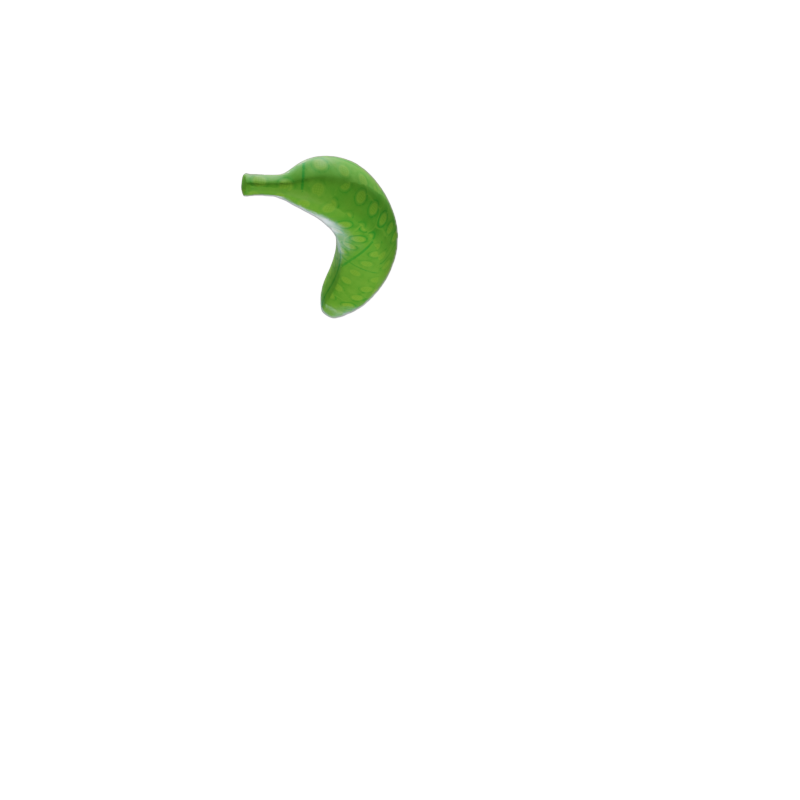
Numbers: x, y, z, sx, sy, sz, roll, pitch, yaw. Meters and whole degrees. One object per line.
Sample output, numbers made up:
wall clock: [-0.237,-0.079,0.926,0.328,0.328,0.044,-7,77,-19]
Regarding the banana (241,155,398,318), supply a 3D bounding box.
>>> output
banana: [-0.035,-0.098,0.663,0.070,0.039,0.185,-4,-20,10]
